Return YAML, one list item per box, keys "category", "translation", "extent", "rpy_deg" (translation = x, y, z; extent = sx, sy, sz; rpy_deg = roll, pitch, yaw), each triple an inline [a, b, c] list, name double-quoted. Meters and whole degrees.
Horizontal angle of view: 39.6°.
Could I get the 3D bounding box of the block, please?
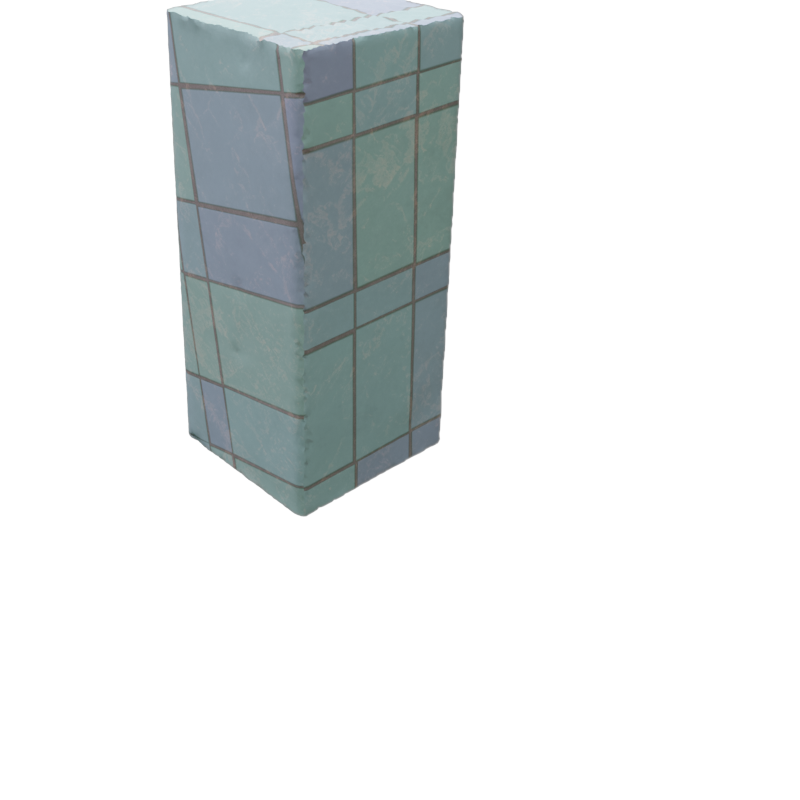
- category: "block"
  translation: [-0.039, -0.070, 0.492]
  extent: [0.090, 0.195, 0.096]
  rpy_deg: [-22, 36, -39]
